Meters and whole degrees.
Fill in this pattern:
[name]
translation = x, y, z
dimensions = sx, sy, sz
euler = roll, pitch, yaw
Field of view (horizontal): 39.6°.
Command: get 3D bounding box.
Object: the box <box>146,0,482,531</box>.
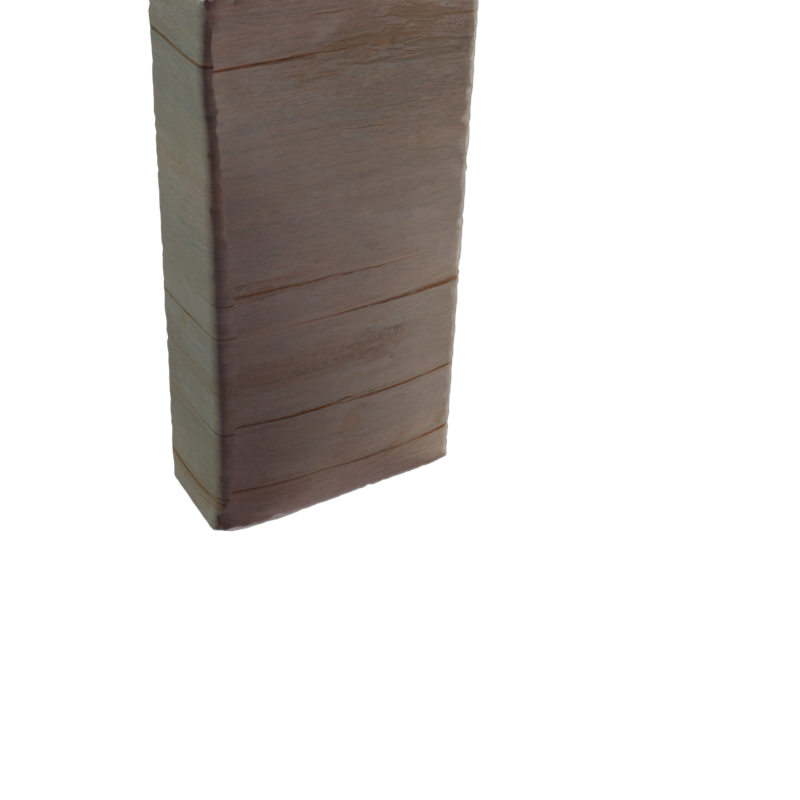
[box]
translation = -0.028, -0.051, 0.353
dimensions = 0.092, 0.167, 0.051
euler = -15, 29, -30
